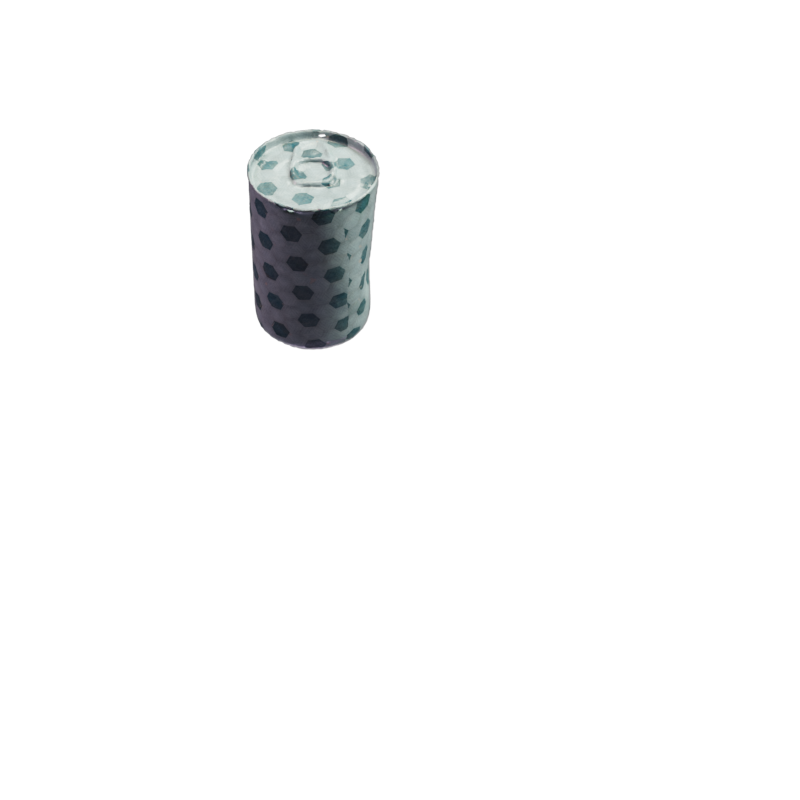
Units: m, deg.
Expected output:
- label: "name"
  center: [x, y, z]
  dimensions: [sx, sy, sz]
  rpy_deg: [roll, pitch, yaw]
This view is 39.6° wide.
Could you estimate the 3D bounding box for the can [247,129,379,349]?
- label: "can"
  center: [-0.047, -0.086, 0.599]
  dimensions: [0.068, 0.074, 0.095]
  rpy_deg: [0, -44, -3]
